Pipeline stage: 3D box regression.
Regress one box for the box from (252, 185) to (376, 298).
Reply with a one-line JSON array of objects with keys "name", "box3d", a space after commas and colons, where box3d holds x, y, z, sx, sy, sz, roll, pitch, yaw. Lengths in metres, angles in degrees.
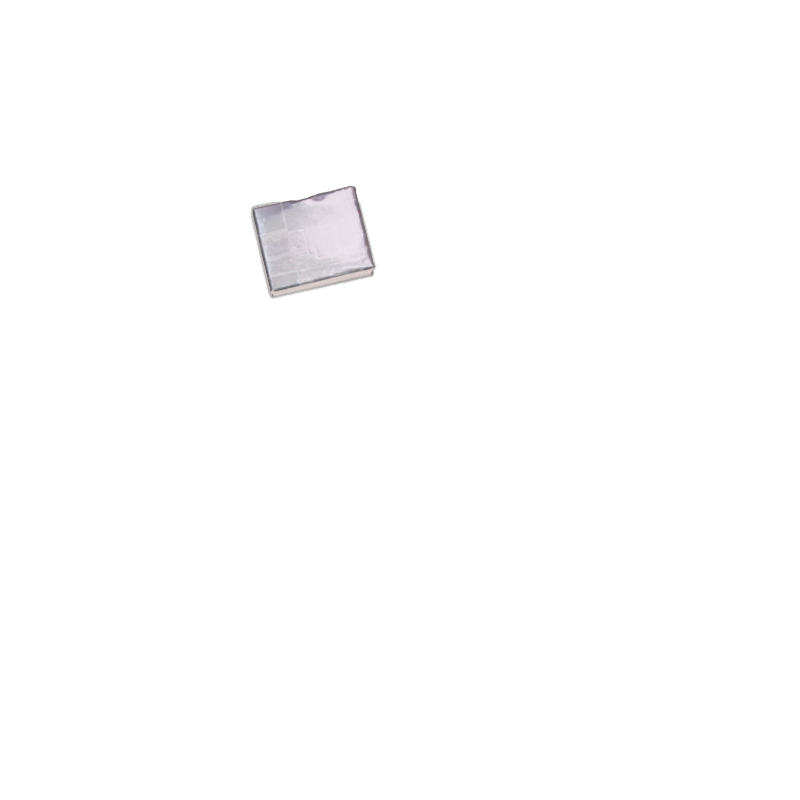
[{"name": "box", "box3d": [-0.071, -0.130, 0.913, 0.089, 0.076, 0.029, -13, -14, -4]}]
